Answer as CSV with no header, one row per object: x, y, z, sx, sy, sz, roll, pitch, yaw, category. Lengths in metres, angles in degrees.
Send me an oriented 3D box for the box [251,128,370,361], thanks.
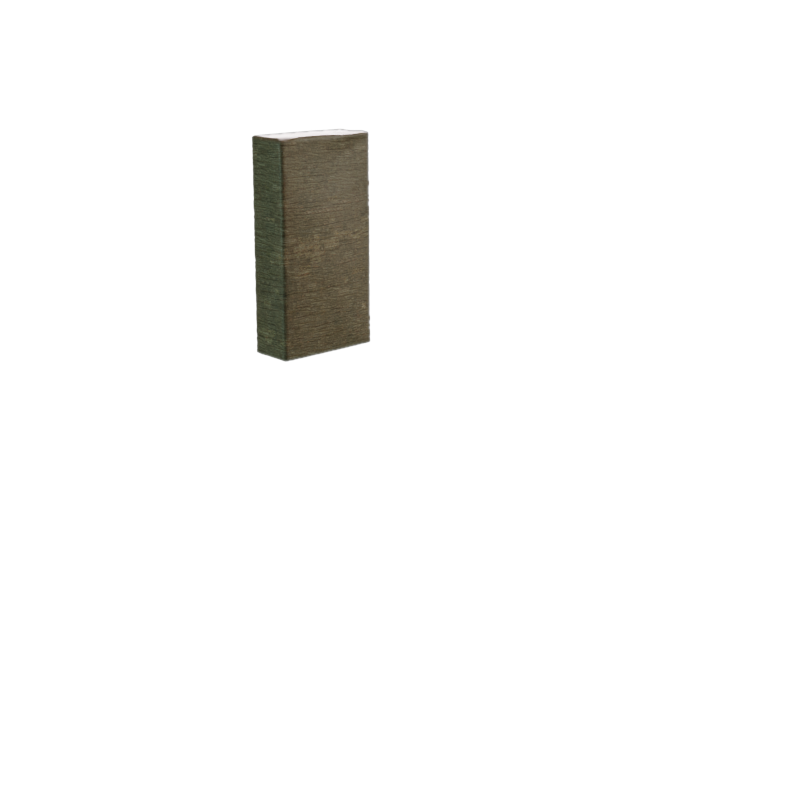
-0.070,-0.127,0.892,0.091,0.171,0.051,-12,18,-41,box
